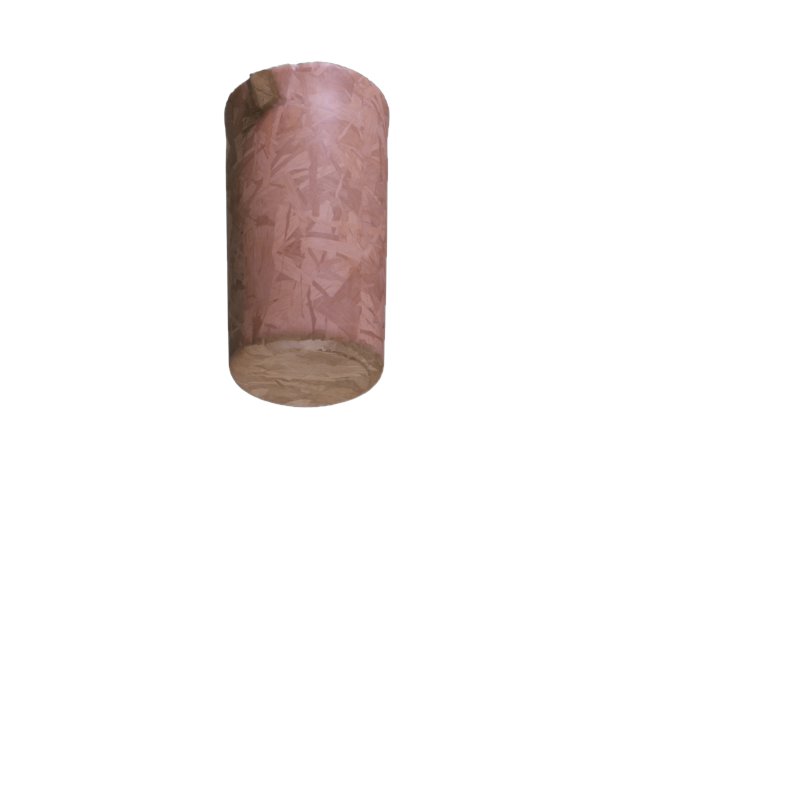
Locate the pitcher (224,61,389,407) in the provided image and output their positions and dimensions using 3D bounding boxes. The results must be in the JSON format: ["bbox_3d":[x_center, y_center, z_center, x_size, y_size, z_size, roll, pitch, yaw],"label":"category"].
[{"bbox_3d":[-0.065,-0.119,0.836,0.144,0.259,0.141,11,-33,-21],"label":"pitcher"}]
